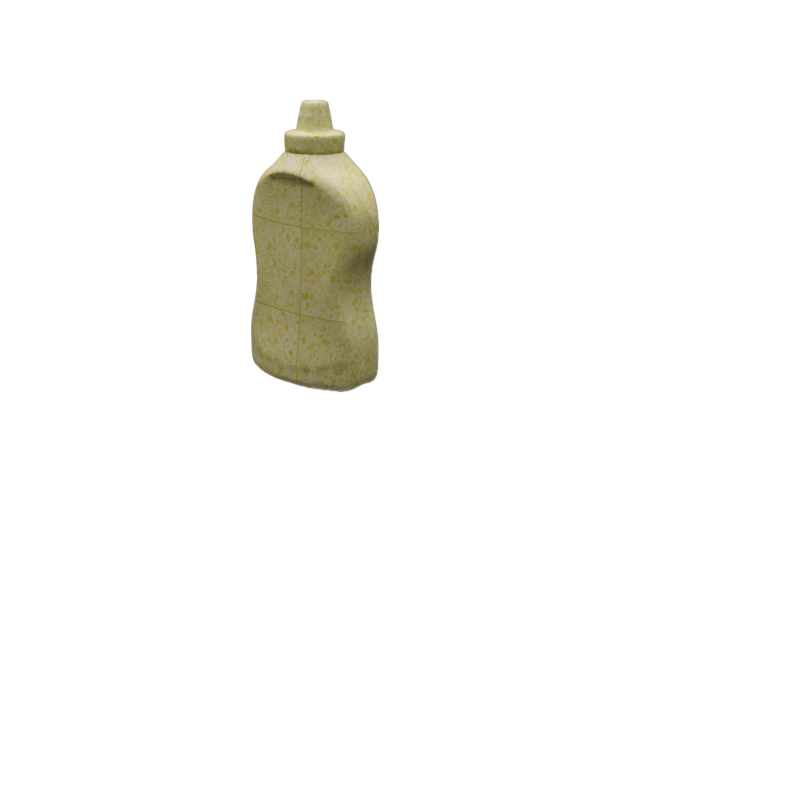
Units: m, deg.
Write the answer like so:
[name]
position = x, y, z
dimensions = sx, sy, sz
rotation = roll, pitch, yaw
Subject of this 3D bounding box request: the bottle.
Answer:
[bottle]
position = -0.059, -0.108, 0.757
dimensions = 0.101, 0.186, 0.057
rotation = 14, 19, 40
